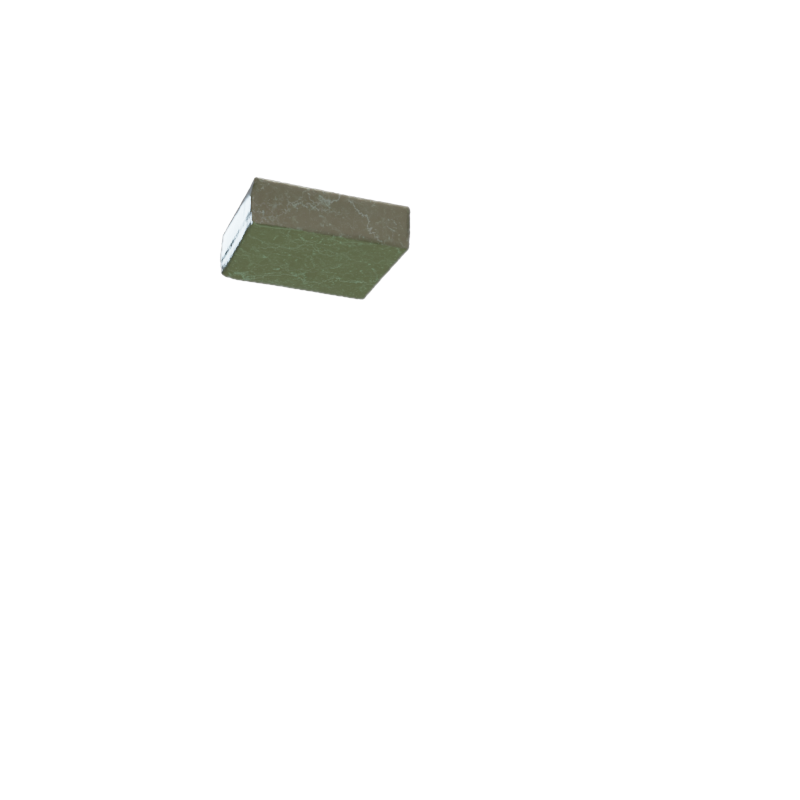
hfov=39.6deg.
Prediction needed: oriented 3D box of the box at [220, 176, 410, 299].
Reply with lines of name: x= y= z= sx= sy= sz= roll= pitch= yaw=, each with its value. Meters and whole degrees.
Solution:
box: x=-0.060 y=-0.110 z=0.769 sx=0.110 sy=0.041 sz=0.087 roll=7 pitch=-23 yaw=-18
